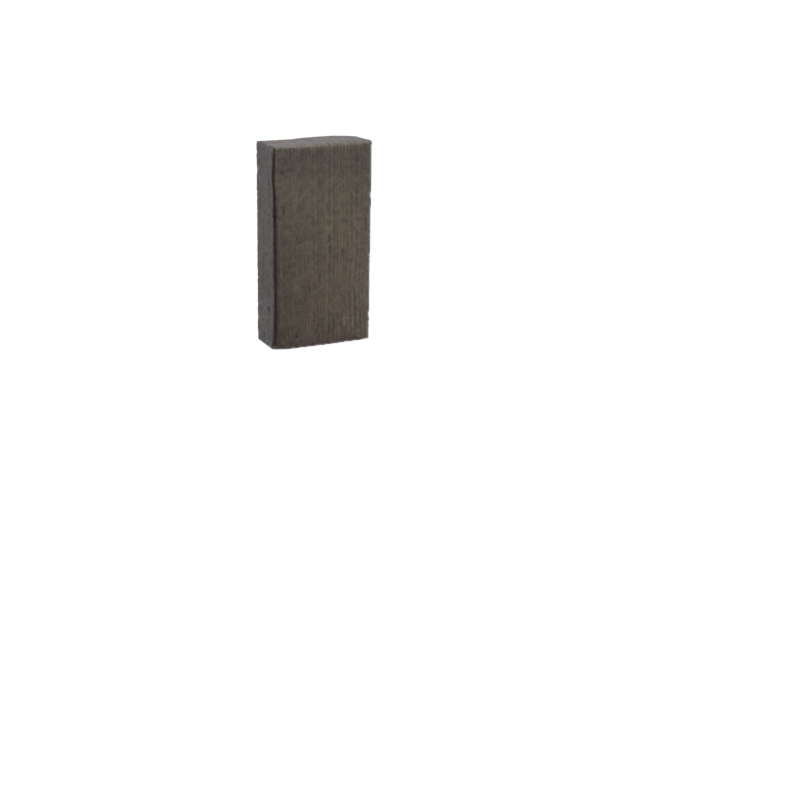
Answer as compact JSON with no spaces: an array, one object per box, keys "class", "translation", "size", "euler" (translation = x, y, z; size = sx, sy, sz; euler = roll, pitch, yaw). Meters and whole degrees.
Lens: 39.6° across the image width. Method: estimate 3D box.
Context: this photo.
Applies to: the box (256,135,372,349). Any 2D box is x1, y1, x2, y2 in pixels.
[{"class":"box","translation":[-0.074,-0.135,0.946],"size":[0.091,0.171,0.051],"euler":[-6,14,-26]}]
